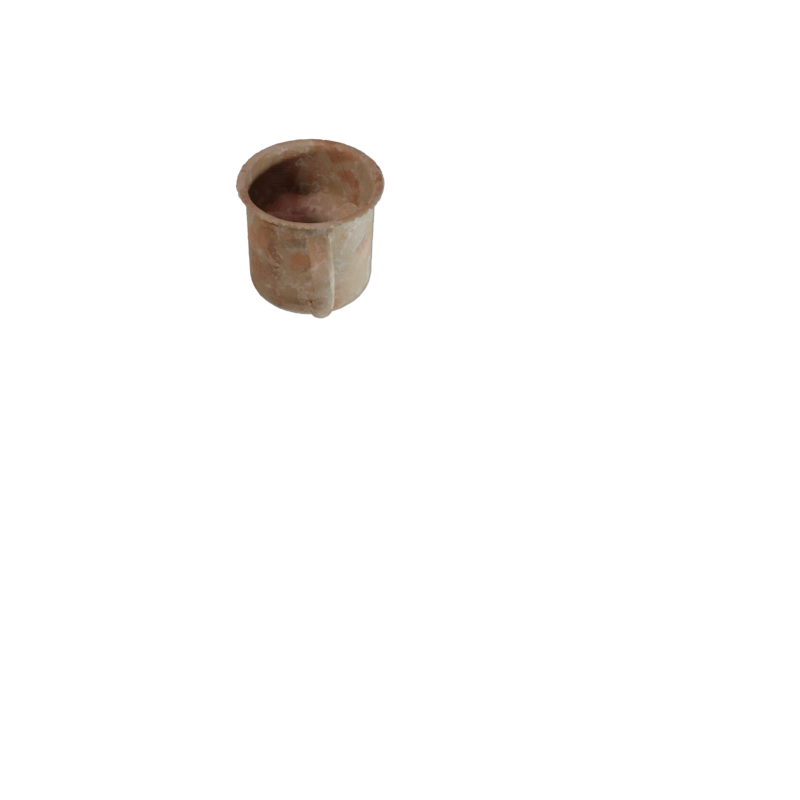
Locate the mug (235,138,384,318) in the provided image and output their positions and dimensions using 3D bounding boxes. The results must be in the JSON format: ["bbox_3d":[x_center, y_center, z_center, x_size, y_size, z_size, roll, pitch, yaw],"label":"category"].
[{"bbox_3d":[-0.056,-0.102,0.711,0.092,0.076,0.127,-7,45,-9],"label":"mug"}]
